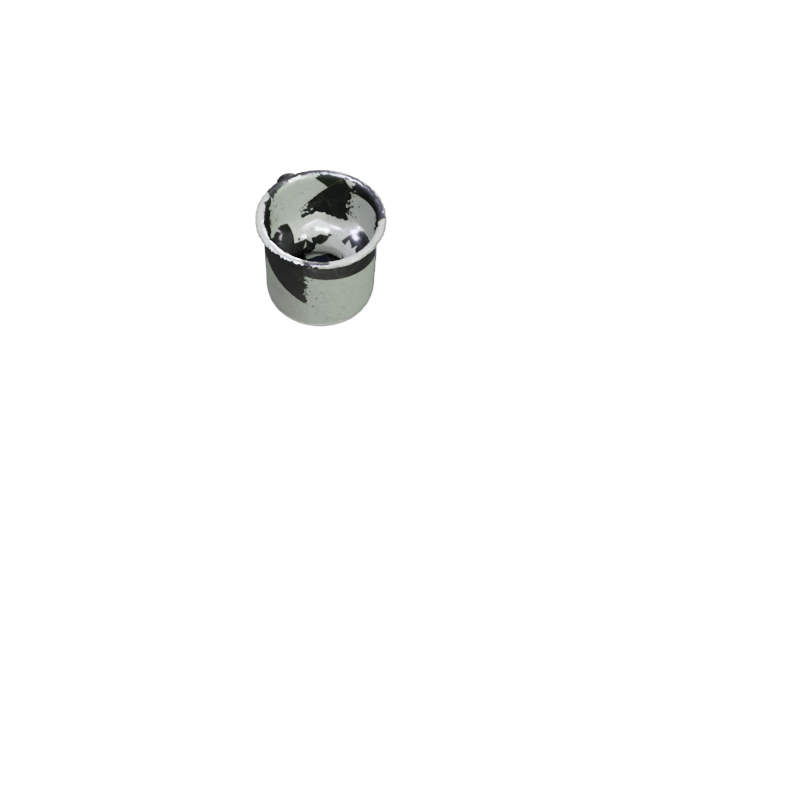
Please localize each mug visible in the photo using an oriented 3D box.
[{"bbox_3d":[-0.064,-0.117,0.821,0.093,0.126,0.076,-22,-33,-17],"label":"mug"}]
